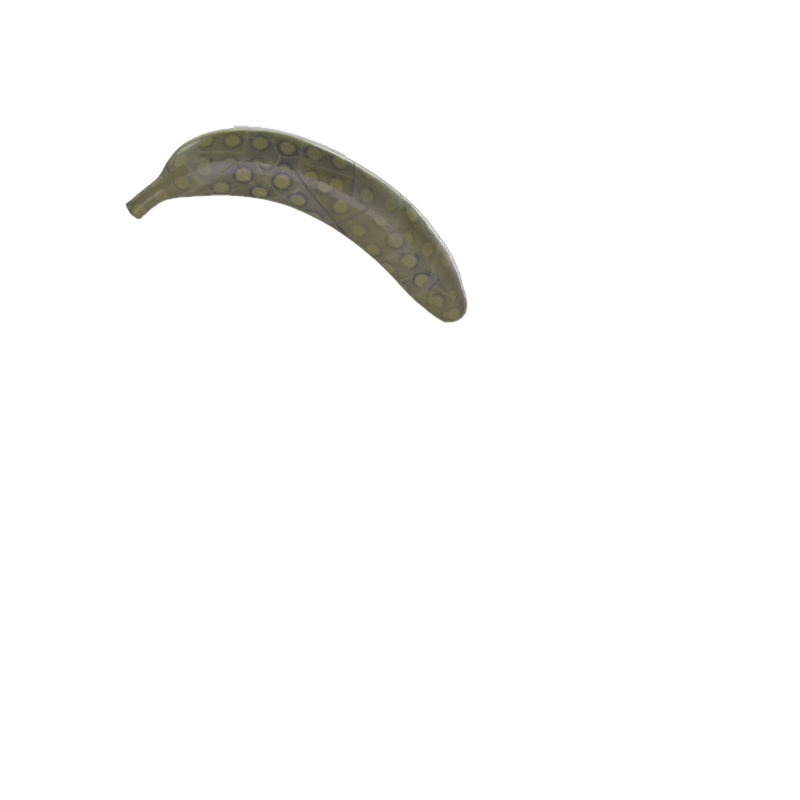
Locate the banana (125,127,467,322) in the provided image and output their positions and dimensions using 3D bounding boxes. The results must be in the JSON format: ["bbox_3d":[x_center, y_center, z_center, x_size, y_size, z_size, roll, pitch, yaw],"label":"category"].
[{"bbox_3d":[-0.044,-0.103,0.603,0.194,0.067,0.039,19,26,-10],"label":"banana"}]
